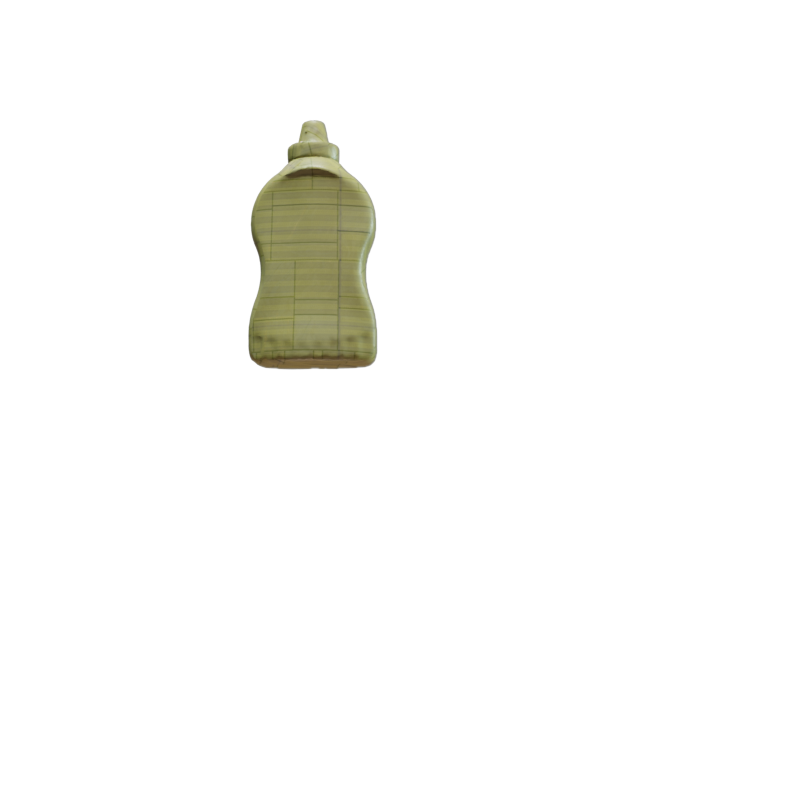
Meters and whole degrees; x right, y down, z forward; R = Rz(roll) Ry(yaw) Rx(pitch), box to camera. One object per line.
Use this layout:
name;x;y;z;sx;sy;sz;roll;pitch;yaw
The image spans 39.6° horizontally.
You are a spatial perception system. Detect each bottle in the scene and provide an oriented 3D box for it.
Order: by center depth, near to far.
bottle;-0.067;-0.122;0.852;0.097;0.197;0.056;-2;-12;5
